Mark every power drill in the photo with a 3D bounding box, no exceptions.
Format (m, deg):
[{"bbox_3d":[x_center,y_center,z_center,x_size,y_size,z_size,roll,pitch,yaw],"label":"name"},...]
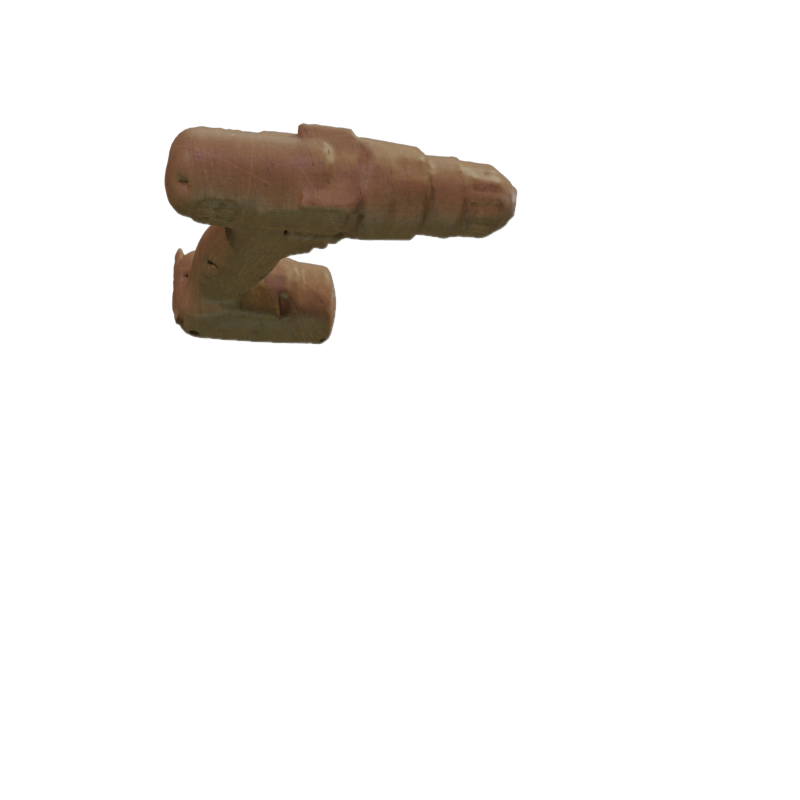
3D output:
[{"bbox_3d":[-0.049,-0.090,0.628,0.180,0.061,0.182,6,-22,-15],"label":"power drill"}]
